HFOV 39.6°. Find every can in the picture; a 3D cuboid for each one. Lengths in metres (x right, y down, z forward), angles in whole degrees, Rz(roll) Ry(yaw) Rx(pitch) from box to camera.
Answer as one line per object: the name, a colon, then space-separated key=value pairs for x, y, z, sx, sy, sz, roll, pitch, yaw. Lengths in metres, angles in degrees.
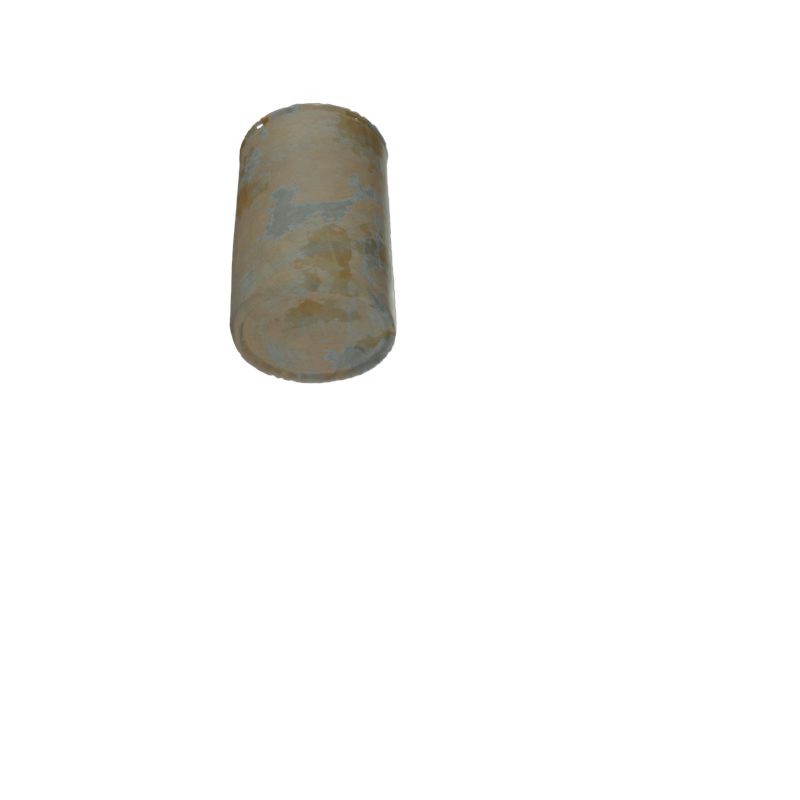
can: x=-0.037 y=-0.067 z=0.473 sx=0.068 sy=0.110 sz=0.064 roll=-1 pitch=-37 yaw=-3
